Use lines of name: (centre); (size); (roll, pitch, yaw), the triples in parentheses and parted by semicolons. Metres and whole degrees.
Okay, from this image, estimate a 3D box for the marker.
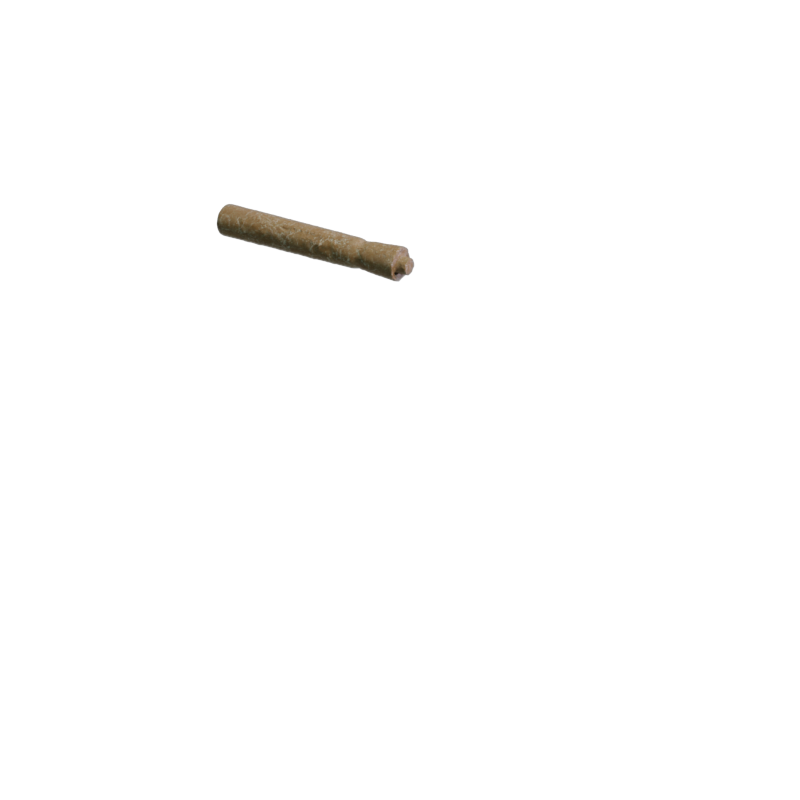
marker: (-0.047, -0.086, 0.602); (0.127, 0.019, 0.019); (18, 13, 30)
